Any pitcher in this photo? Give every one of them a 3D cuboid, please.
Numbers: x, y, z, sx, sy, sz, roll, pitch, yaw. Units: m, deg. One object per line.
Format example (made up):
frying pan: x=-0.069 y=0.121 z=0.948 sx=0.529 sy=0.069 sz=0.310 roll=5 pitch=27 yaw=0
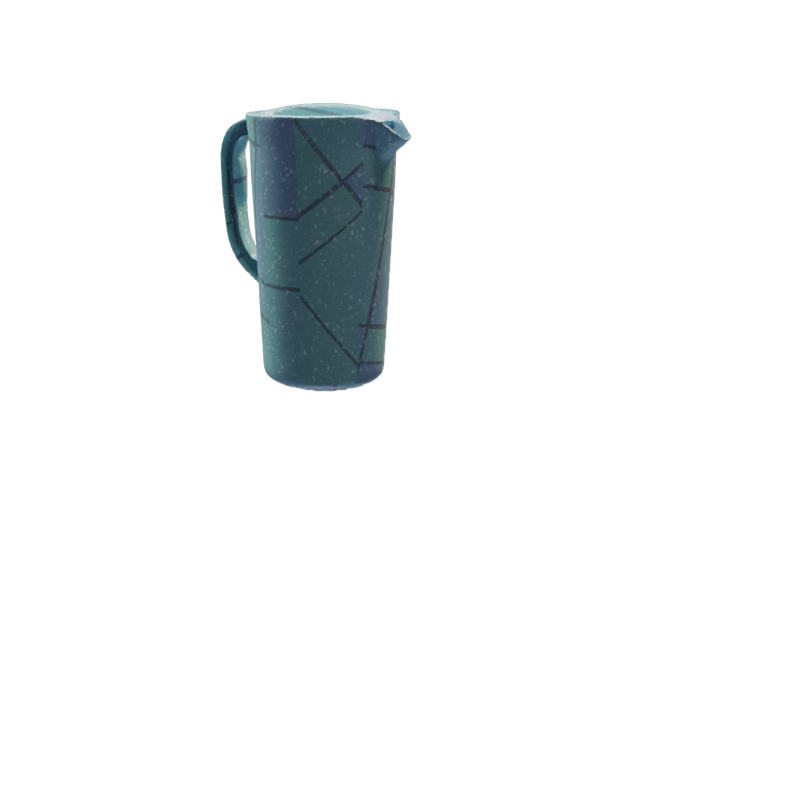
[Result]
pitcher: x=-0.077 y=-0.140 z=0.978 sx=0.142 sy=0.237 sz=0.156 roll=-3 pitch=13 yaw=-15
